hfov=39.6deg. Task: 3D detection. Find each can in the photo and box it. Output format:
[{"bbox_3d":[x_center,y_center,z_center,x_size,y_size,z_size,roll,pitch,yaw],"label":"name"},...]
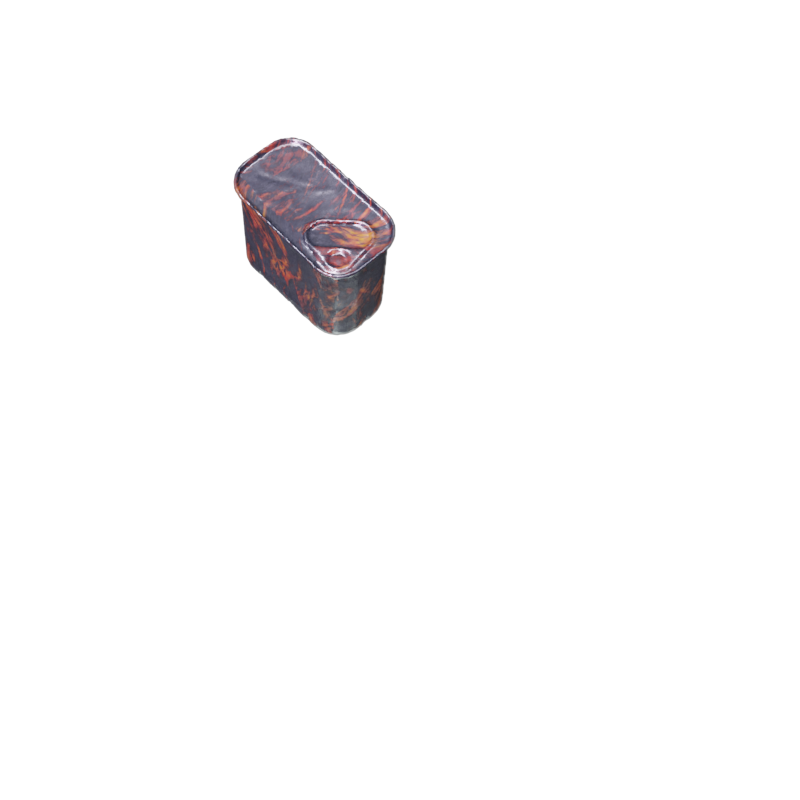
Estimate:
[{"bbox_3d":[-0.053,-0.098,0.684,0.058,0.107,0.079,-38,-21,-20],"label":"can"}]
